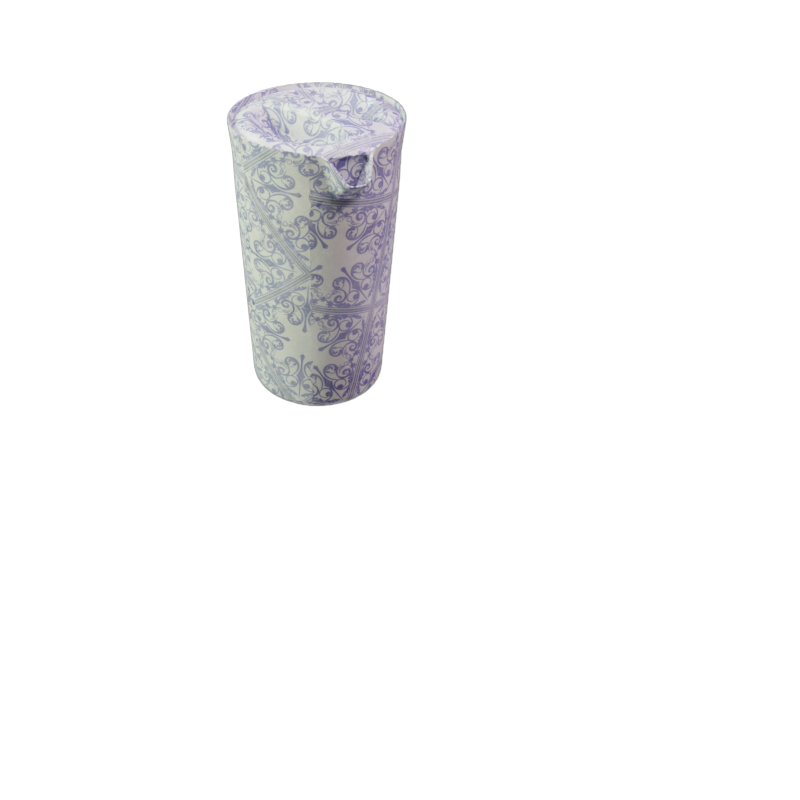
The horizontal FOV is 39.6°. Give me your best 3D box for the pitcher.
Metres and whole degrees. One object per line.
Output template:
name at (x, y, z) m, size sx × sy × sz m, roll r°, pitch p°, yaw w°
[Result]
pitcher at (-0.069, -0.126, 0.885) m, size 0.150 × 0.228 × 0.154 m, roll 13°, pitch 35°, yaw 17°
